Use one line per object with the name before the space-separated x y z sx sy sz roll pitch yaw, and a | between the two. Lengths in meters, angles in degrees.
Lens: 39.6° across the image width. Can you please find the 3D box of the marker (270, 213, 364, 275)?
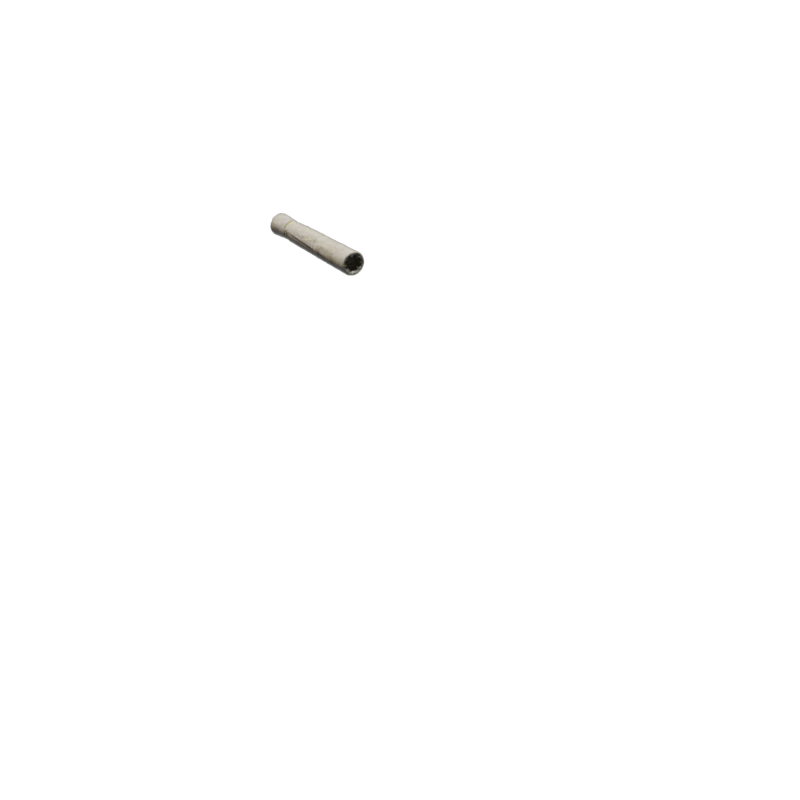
marker | -0.067 -0.122 0.852 0.019 0.019 0.129 -3 22 -32
